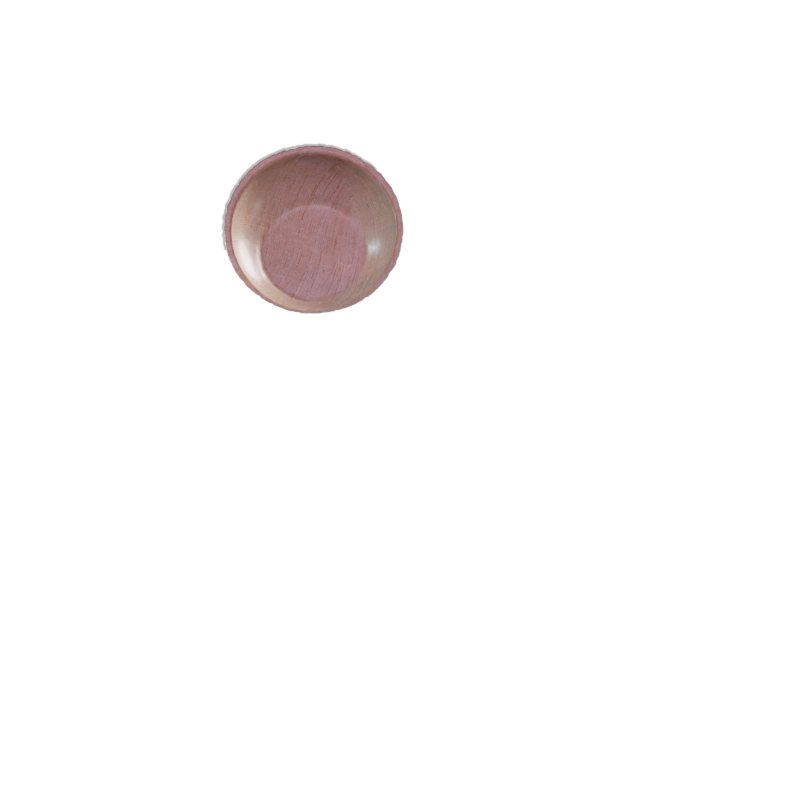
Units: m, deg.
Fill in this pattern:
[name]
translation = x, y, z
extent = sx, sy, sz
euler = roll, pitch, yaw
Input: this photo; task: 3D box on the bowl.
[bowl]
translation = -0.076, -0.139, 0.972
extent = 0.162, 0.154, 0.058
euler = 1, 23, -1
